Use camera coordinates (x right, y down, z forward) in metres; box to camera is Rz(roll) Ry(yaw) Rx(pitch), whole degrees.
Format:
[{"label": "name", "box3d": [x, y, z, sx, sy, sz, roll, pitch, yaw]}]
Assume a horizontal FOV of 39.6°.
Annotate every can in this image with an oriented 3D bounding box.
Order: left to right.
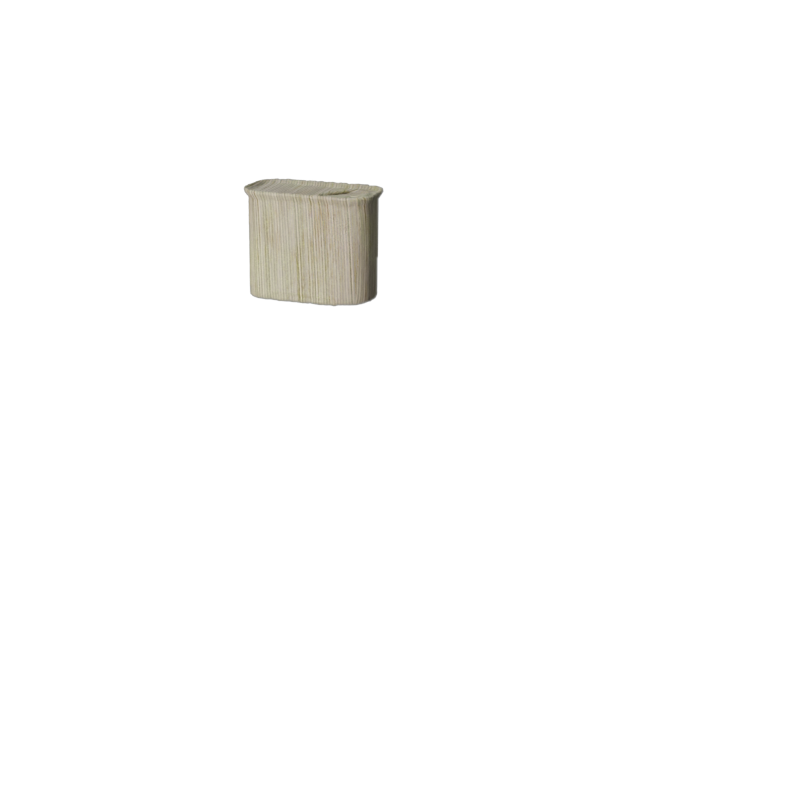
[{"label": "can", "box3d": [-0.065, -0.119, 0.836, 0.105, 0.081, 0.058, 7, 17, 19]}]
